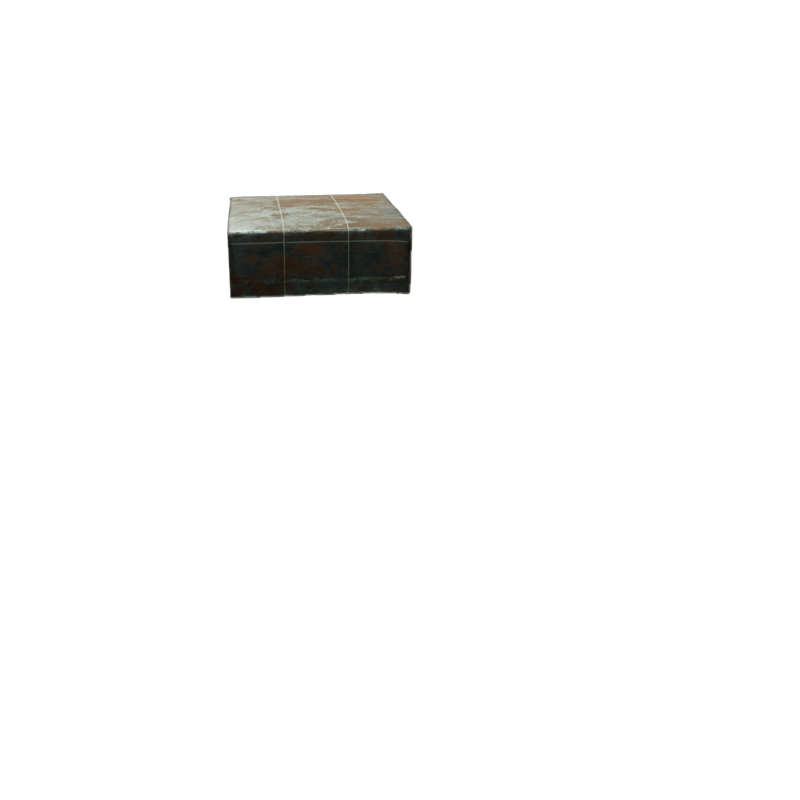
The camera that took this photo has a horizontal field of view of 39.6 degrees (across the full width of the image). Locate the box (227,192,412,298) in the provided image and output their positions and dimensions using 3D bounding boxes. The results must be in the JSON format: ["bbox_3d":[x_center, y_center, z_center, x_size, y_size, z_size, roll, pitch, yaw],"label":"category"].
[{"bbox_3d":[-0.046,-0.083,0.584,0.089,0.038,0.118,-2,16,-6],"label":"box"}]
